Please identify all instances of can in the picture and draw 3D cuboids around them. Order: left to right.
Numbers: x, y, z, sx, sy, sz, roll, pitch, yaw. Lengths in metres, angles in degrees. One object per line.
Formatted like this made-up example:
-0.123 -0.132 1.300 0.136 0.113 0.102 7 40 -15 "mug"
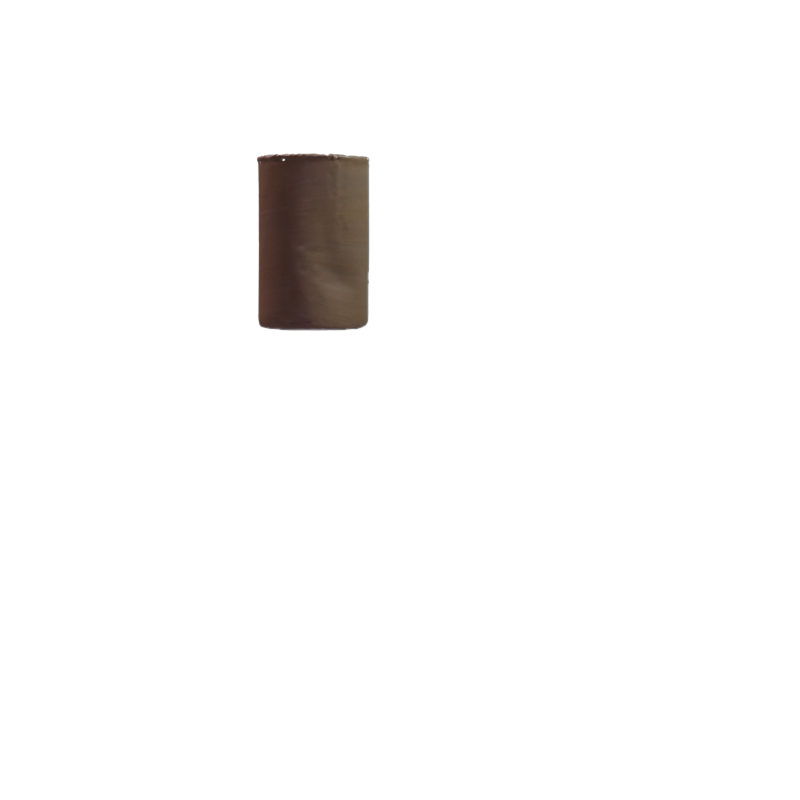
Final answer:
-0.052 -0.095 0.668 0.068 0.102 0.069 0 3 -2 "can"
